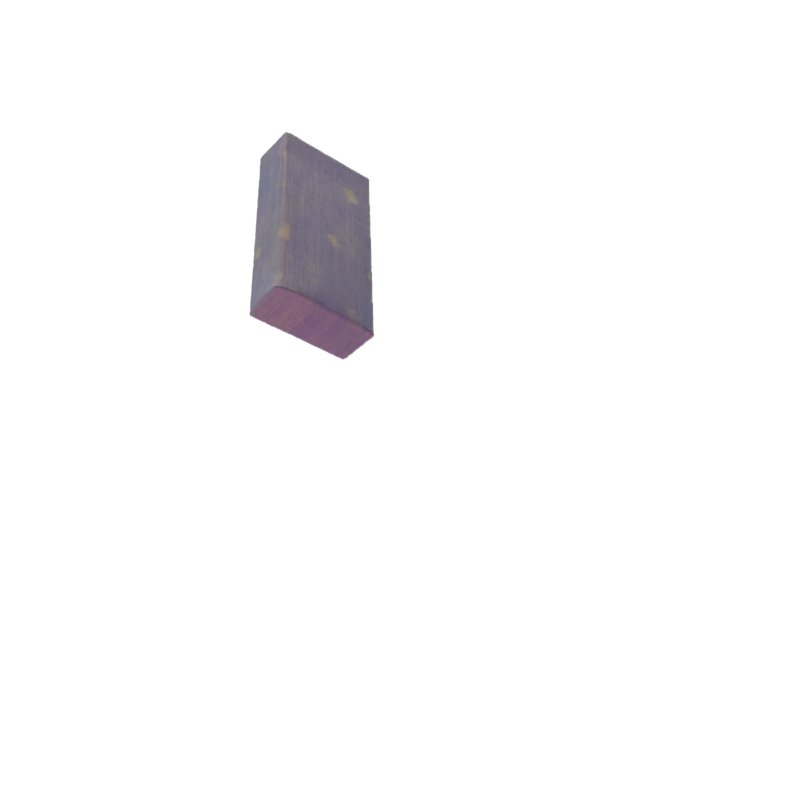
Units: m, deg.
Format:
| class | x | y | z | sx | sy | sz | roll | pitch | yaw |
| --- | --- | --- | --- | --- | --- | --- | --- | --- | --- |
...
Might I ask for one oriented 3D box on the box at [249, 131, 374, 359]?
| class | x | y | z | sx | sy | sz | roll | pitch | yaw |
| --- | --- | --- | --- | --- | --- | --- | --- | --- | --- |
| box | -0.070 | -0.127 | 0.893 | 0.088 | 0.189 | 0.047 | 26 | -50 | -28 |
